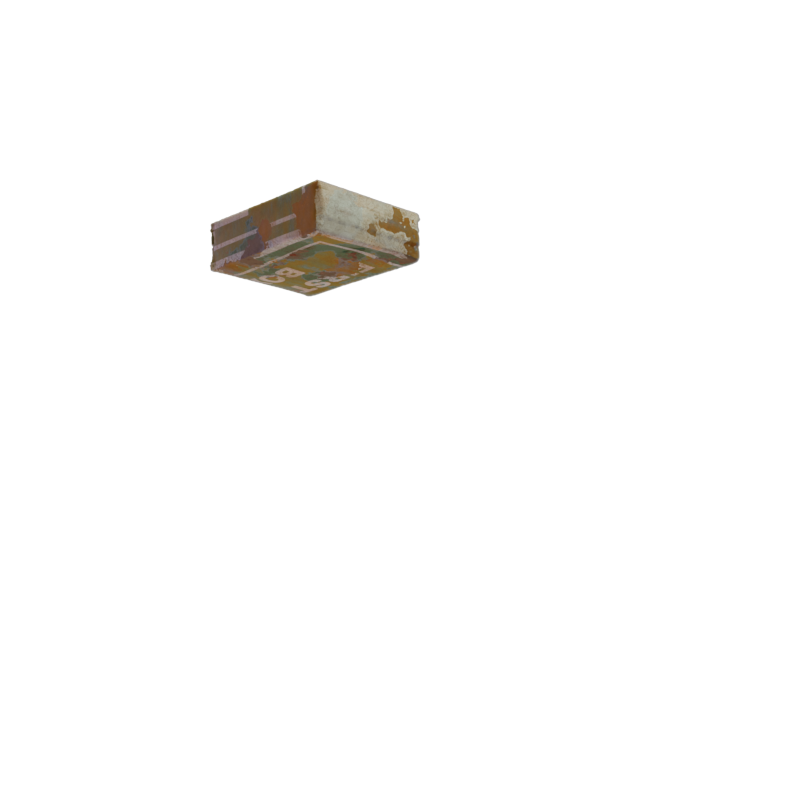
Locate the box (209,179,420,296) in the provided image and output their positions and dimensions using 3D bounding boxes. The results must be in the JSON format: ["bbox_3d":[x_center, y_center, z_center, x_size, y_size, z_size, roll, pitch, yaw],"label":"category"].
[{"bbox_3d":[-0.057,-0.104,0.728,0.085,0.040,0.115,13,-19,-42],"label":"box"}]
